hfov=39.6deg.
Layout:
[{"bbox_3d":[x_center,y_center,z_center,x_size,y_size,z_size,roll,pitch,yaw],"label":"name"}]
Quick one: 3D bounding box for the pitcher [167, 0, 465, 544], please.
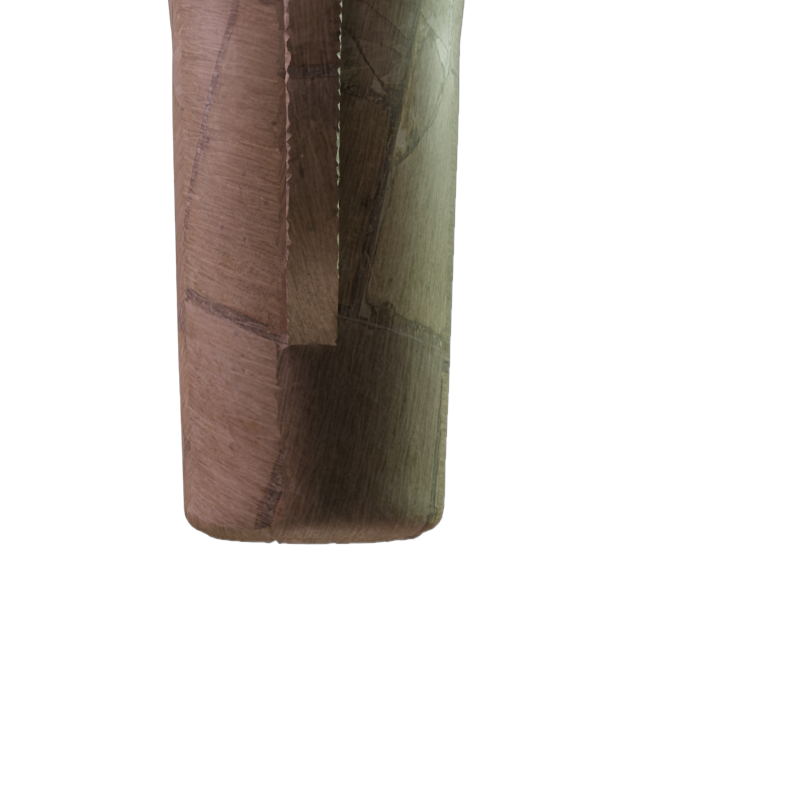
[{"bbox_3d":[-0.037,-0.067,0.469,0.149,0.249,0.142,-8,-11,41],"label":"pitcher"}]
